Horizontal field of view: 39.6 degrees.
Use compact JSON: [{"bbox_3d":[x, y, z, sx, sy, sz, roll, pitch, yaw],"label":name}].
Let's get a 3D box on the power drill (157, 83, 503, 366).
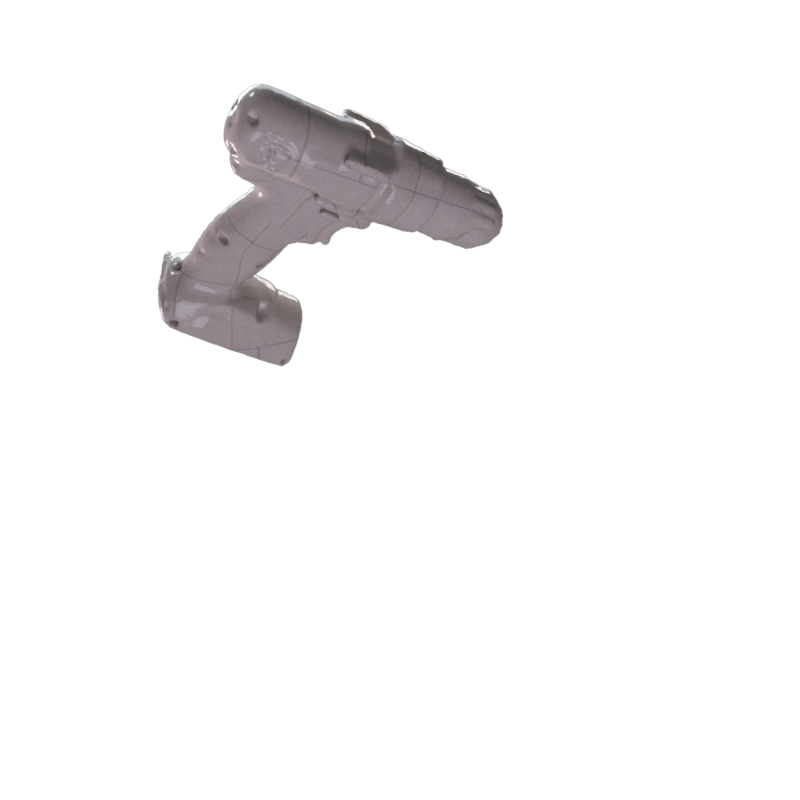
[{"bbox_3d":[-0.054,-0.099,0.696,0.176,0.062,0.183,23,-47,-23],"label":"power drill"}]
